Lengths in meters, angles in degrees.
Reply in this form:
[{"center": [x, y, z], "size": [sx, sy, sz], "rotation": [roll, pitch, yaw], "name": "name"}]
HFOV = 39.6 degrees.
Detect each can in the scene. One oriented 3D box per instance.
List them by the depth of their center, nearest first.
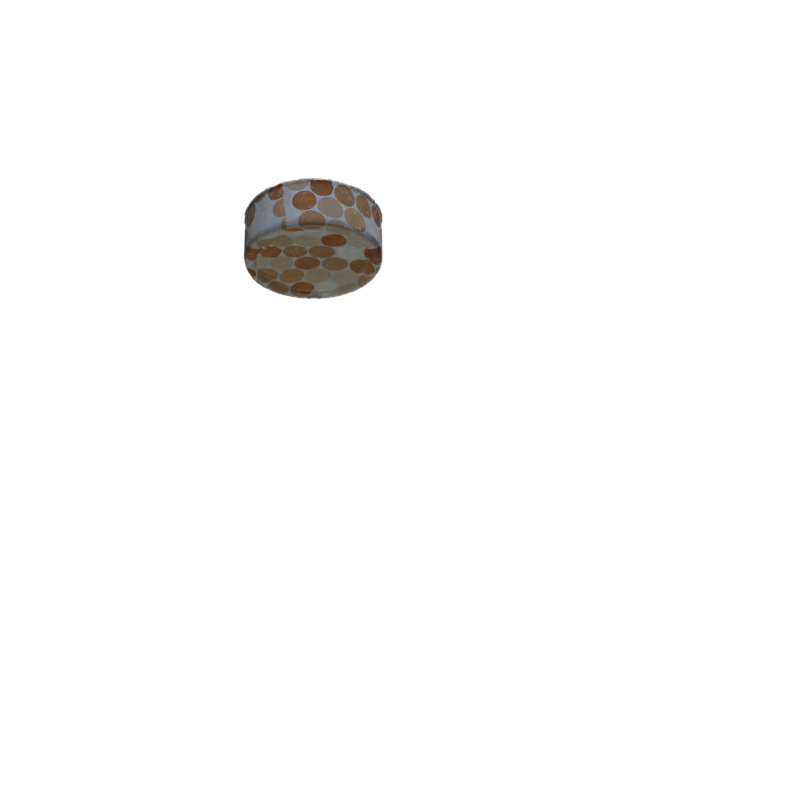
[{"center": [-0.053, -0.097, 0.679], "size": [0.086, 0.036, 0.081], "rotation": [1, -29, -2], "name": "can"}]
